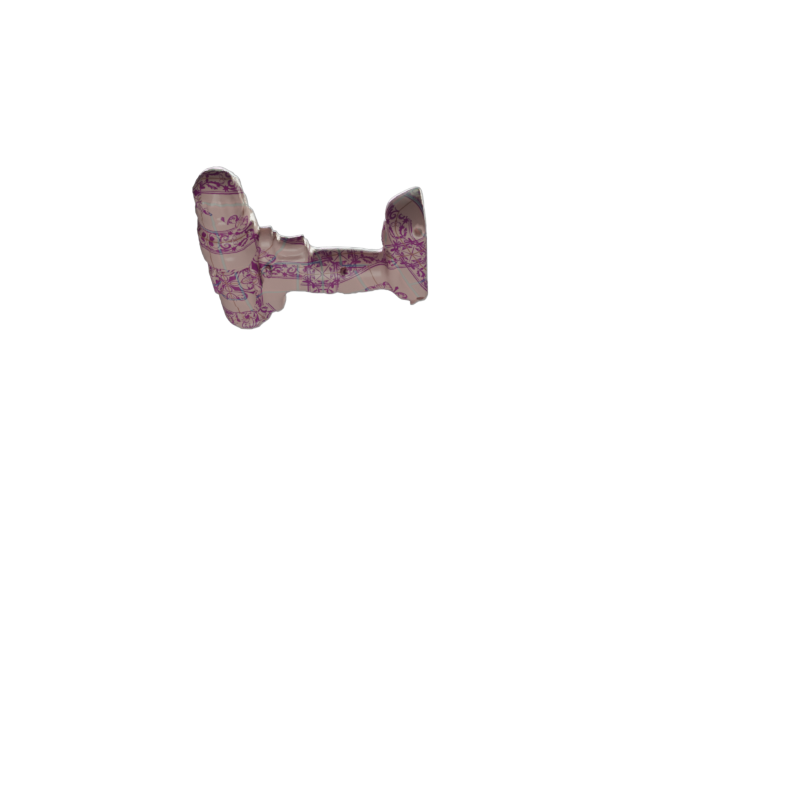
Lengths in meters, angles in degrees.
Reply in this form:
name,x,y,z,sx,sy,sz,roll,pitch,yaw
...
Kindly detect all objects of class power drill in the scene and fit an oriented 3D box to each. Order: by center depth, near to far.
name,x,y,z,sx,sy,sz,roll,pitch,yaw
power drill,-0.072,-0.132,0.922,0.188,0.061,0.171,-3,-34,4
